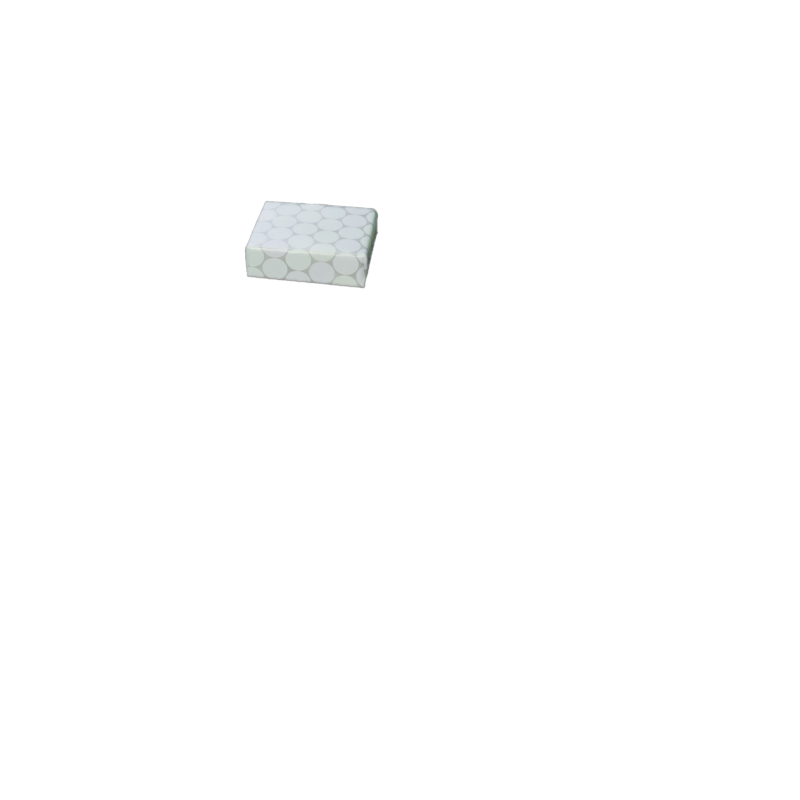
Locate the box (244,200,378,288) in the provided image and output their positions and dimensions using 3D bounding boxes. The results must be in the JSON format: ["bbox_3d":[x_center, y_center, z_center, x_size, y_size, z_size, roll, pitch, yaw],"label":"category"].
[{"bbox_3d":[-0.064,-0.117,0.820,0.090,0.028,0.077,5,35,6],"label":"box"}]
